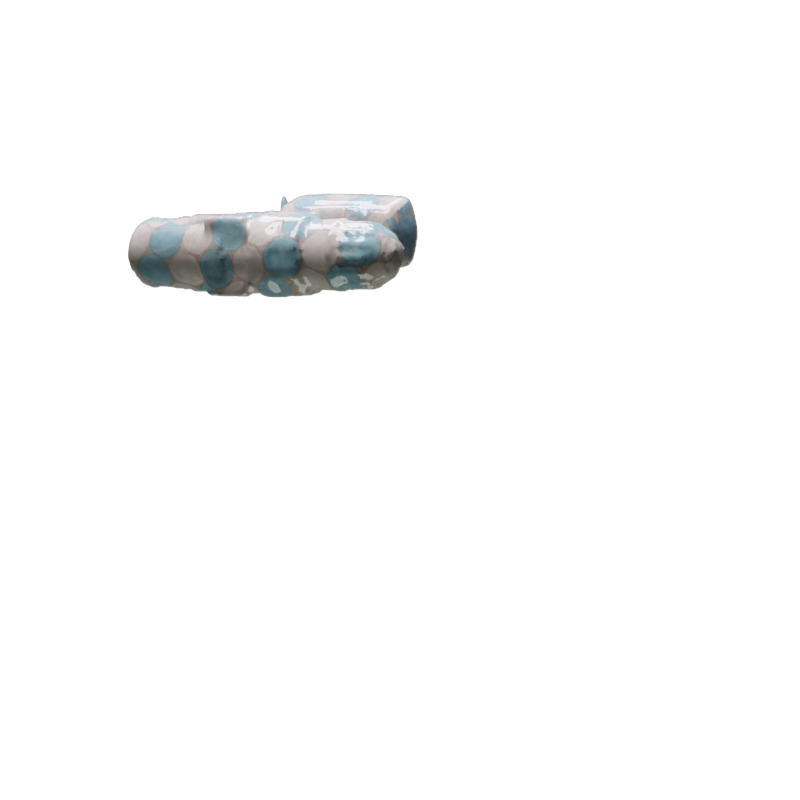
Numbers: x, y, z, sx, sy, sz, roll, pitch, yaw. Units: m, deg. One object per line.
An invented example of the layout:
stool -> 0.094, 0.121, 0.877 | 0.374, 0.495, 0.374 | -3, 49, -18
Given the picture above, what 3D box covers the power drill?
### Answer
power drill -> -0.058, -0.105, 0.735 | 0.191, 0.056, 0.185 | 6, 13, 25
